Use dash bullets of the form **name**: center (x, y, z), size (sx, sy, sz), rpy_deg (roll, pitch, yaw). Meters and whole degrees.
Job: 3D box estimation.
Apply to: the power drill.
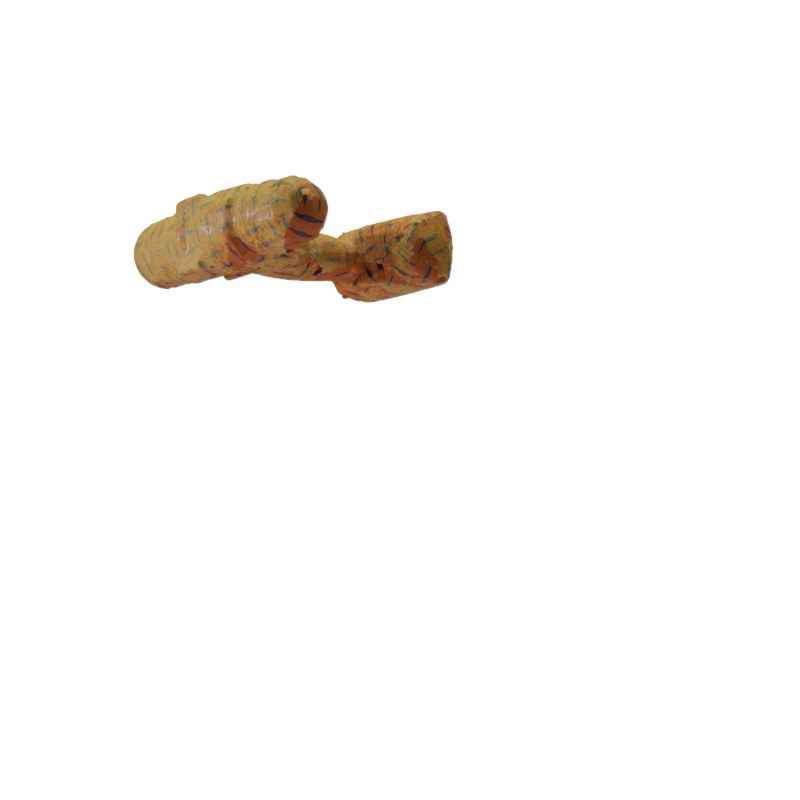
- **power drill**: center (-0.057, -0.104, 0.729), size (0.179, 0.058, 0.189), rpy_deg (3, -4, -39)
